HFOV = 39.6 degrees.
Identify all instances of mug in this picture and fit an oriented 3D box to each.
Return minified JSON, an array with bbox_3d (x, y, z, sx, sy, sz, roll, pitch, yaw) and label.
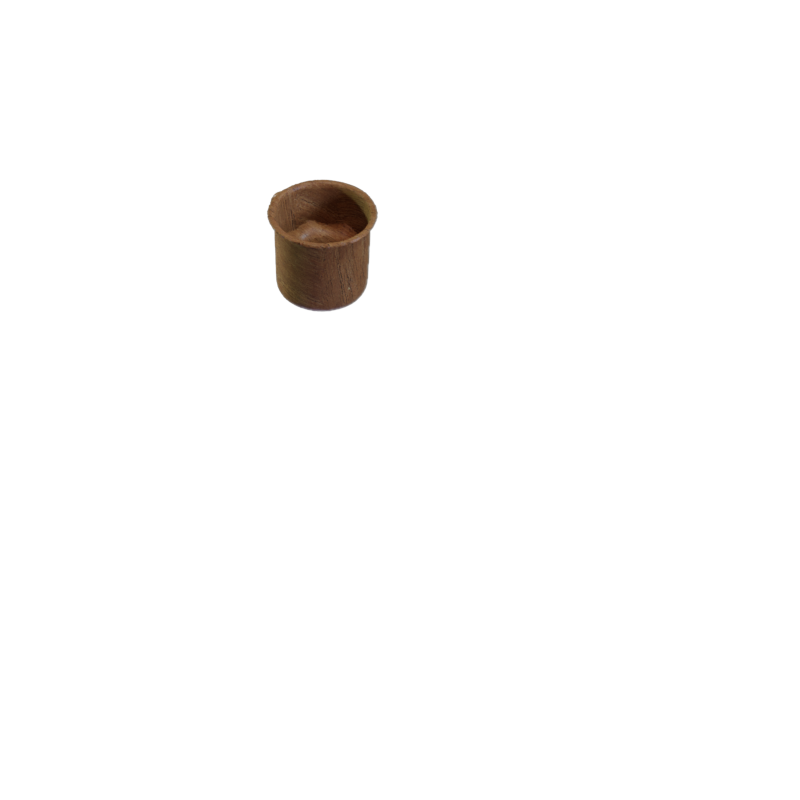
[{"bbox_3d":[-0.076,-0.138,0.965,0.093,0.076,0.125,-30,52,-29],"label":"mug"}]
